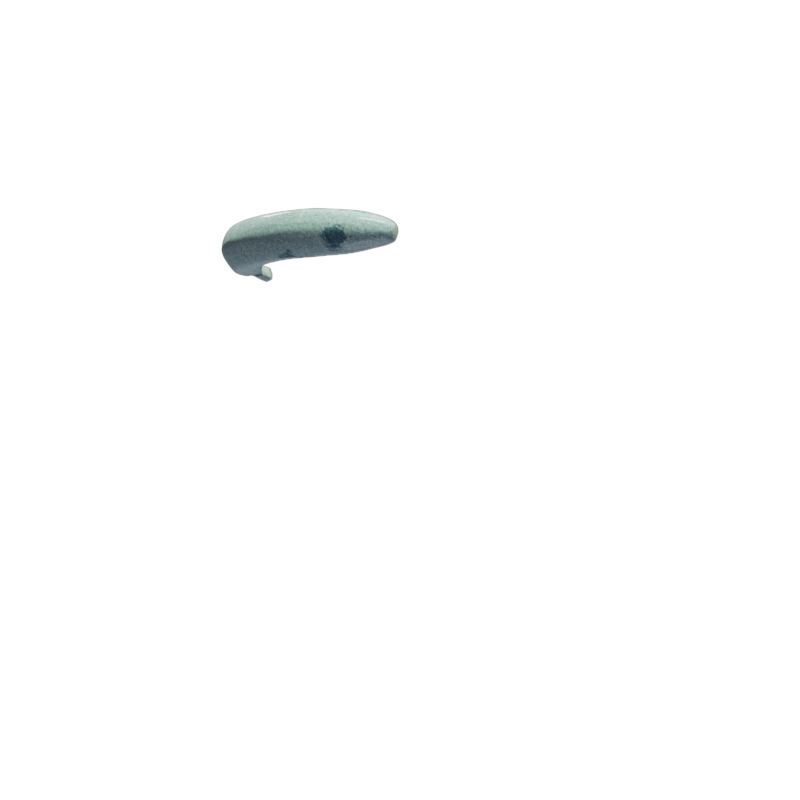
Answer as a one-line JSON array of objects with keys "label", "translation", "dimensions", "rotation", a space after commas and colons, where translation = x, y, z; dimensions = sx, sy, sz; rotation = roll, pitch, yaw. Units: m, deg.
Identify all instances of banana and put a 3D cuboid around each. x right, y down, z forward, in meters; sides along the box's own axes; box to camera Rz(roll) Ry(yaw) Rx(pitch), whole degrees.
[{"label": "banana", "translation": [-0.081, -0.117, 0.810], "dimensions": [0.067, 0.037, 0.203], "rotation": [2, -2, -33]}]
